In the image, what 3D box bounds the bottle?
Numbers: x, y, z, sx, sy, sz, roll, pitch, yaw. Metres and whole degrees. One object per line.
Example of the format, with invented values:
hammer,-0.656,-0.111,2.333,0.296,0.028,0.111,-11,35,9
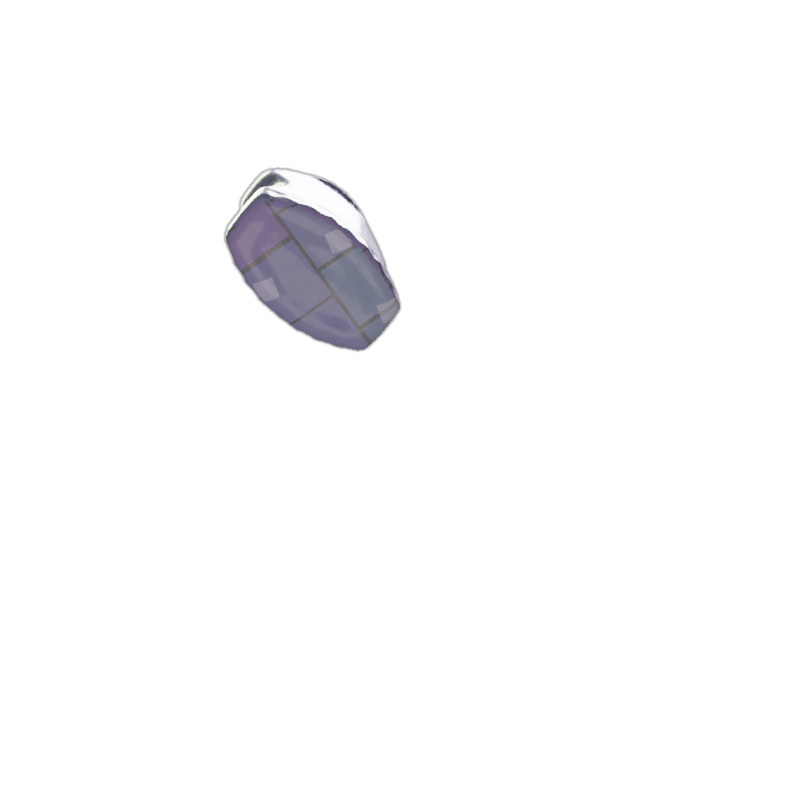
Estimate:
bottle,-0.050,-0.093,0.647,0.094,0.058,0.199,36,12,-13
